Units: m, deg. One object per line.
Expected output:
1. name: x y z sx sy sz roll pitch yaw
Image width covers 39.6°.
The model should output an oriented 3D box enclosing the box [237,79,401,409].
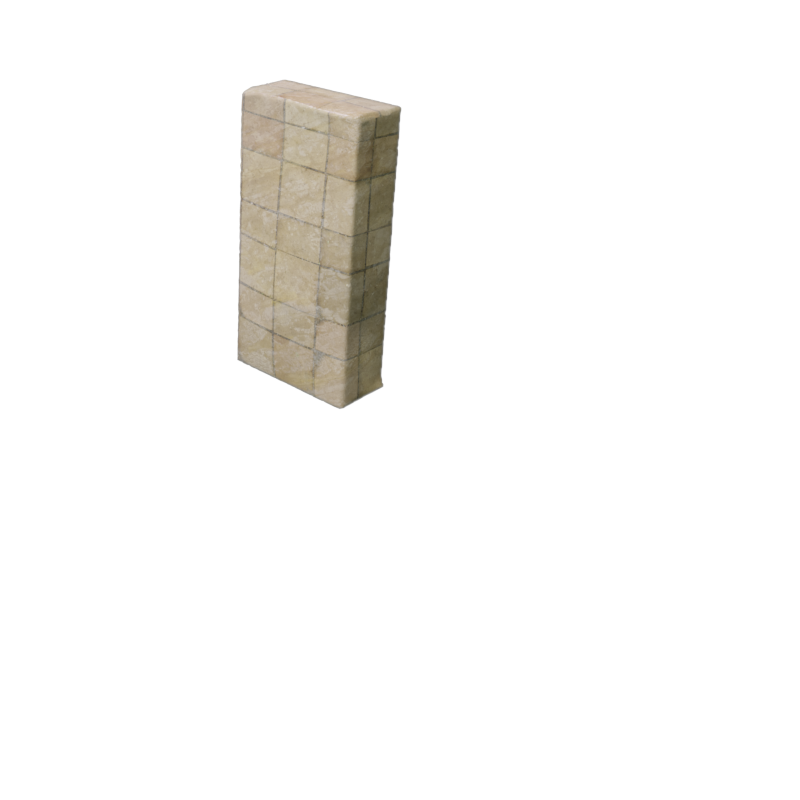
1. box: -0.052 -0.094 0.655 0.099 0.168 0.048 21 29 37
